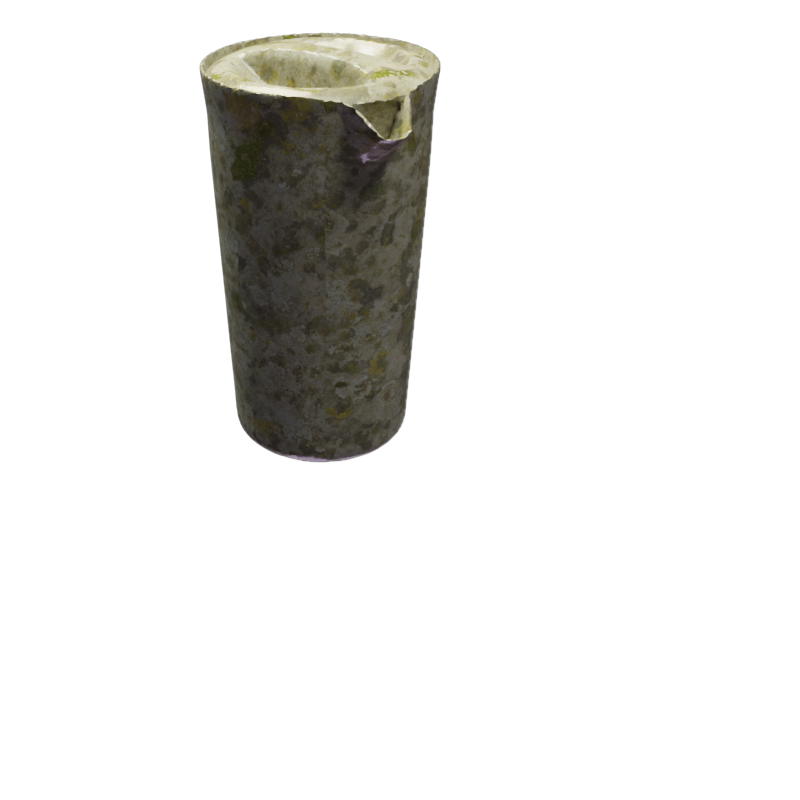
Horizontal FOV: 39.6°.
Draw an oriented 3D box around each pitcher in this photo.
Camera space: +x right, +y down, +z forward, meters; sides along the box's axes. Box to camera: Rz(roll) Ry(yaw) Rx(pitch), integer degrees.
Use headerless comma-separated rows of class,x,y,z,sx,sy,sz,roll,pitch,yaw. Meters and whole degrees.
pitcher,-0.052,-0.095,0.669,0.148,0.230,0.155,8,28,12
